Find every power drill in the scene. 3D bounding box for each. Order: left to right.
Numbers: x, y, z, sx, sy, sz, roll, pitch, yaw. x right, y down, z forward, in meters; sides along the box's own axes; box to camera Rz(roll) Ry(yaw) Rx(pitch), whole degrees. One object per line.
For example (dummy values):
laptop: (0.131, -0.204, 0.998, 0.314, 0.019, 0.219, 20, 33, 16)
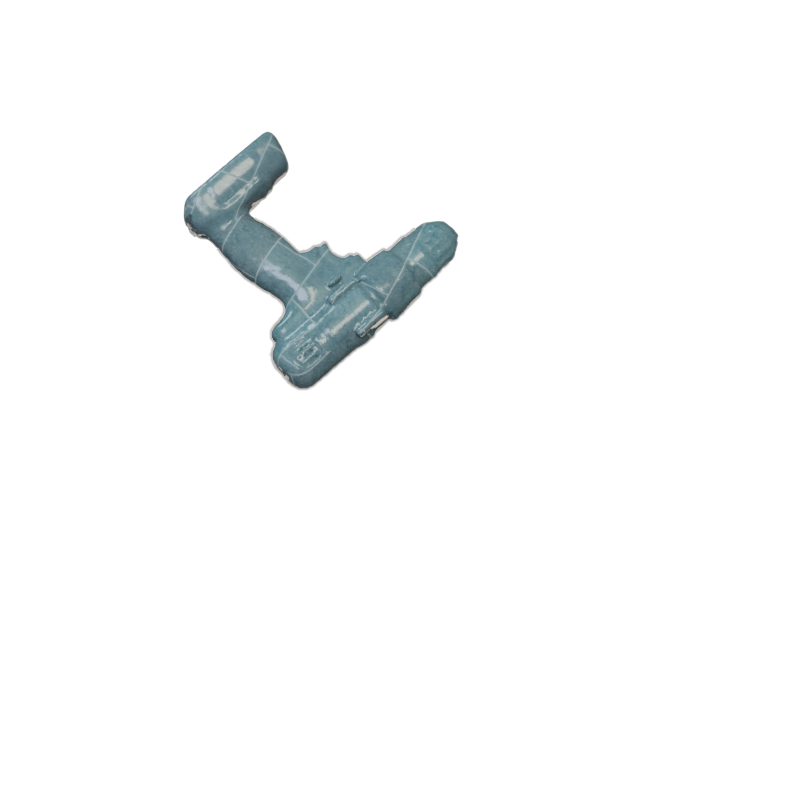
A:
power drill: (-0.071, -0.130, 0.911, 0.186, 0.195, 0.055, -41, -14, -13)
